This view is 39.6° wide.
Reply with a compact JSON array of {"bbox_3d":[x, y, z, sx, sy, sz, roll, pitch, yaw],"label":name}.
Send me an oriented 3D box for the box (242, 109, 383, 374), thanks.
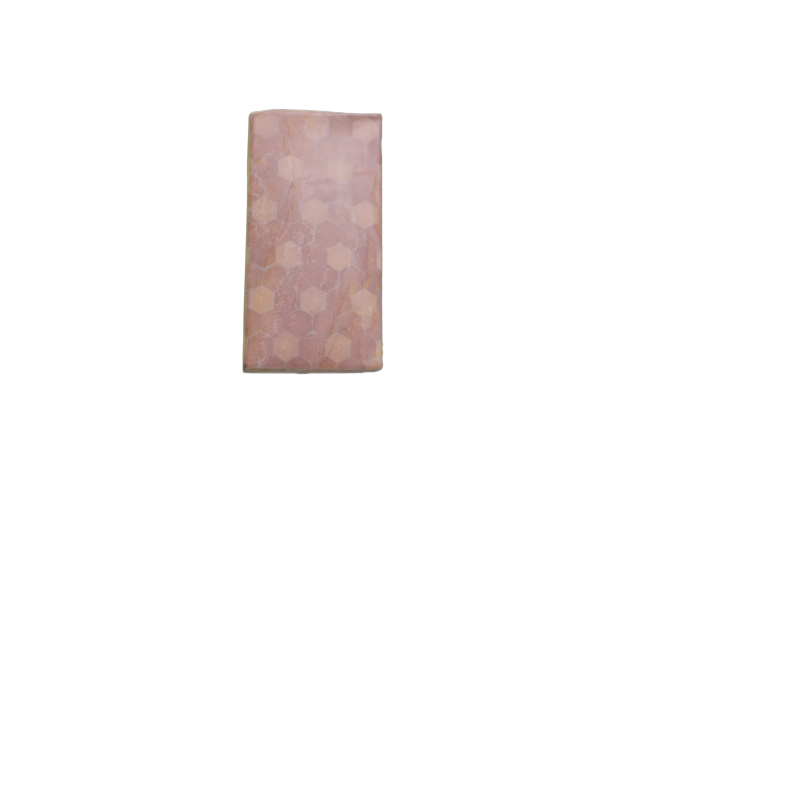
[{"bbox_3d":[-0.059,-0.107,0.748,0.093,0.180,0.047,0,-9,-6],"label":"box"}]
